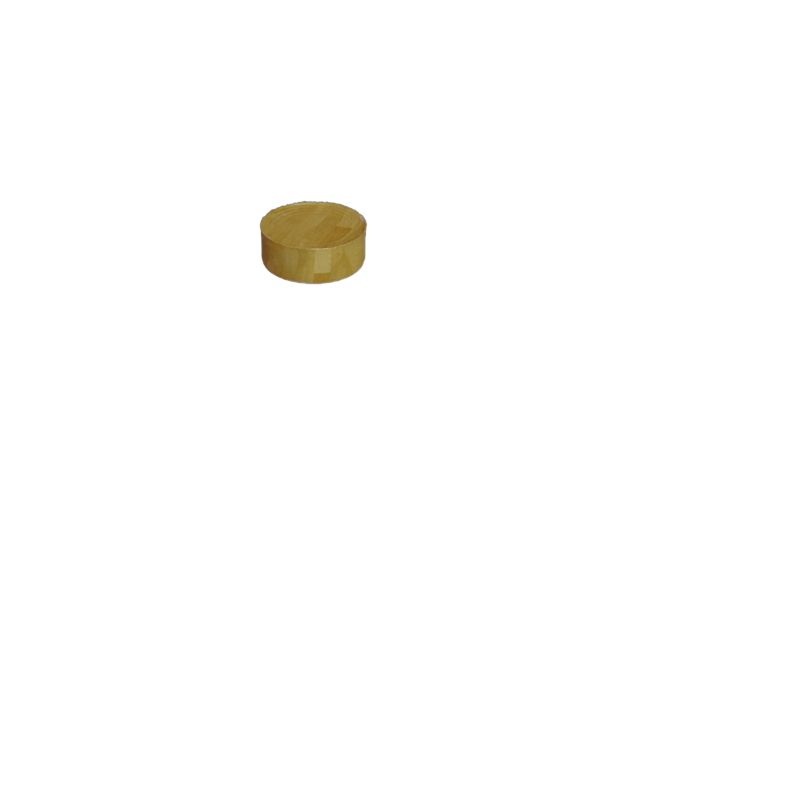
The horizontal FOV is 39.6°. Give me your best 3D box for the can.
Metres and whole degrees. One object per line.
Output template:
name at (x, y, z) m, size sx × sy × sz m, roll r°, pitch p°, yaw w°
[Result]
can at (-0.070, -0.127, 0.893) m, size 0.086 × 0.032 × 0.091 m, roll -1°, pitch 33°, yaw -2°
